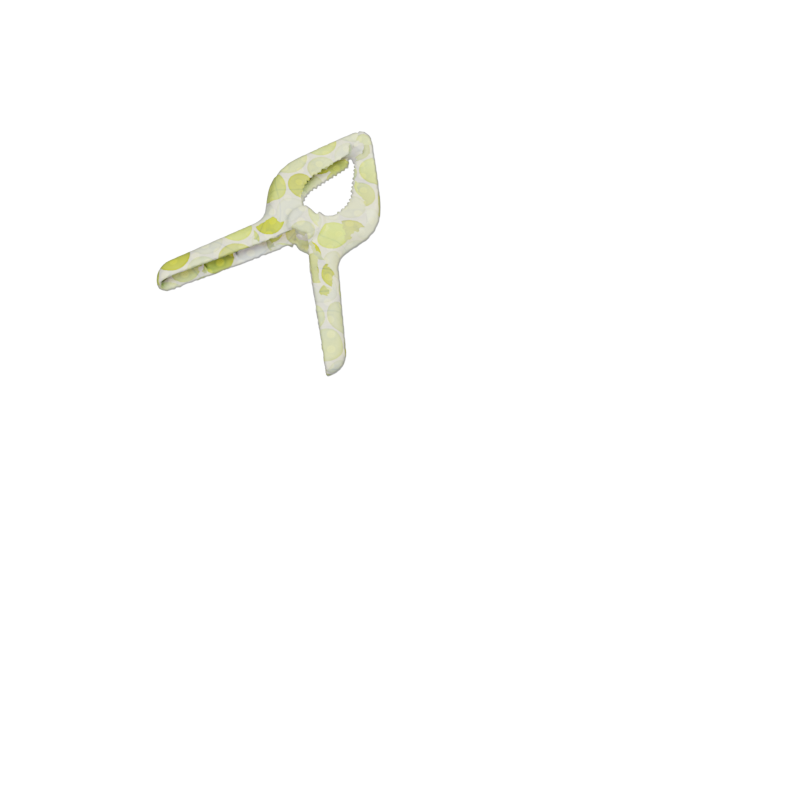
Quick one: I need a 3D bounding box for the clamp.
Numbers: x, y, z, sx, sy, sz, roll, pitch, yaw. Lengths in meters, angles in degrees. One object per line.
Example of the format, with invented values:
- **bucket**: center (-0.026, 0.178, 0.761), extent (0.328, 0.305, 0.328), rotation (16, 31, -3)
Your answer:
- **clamp**: center (-0.070, -0.127, 0.891), extent (0.171, 0.215, 0.034), rotation (32, -23, 15)
